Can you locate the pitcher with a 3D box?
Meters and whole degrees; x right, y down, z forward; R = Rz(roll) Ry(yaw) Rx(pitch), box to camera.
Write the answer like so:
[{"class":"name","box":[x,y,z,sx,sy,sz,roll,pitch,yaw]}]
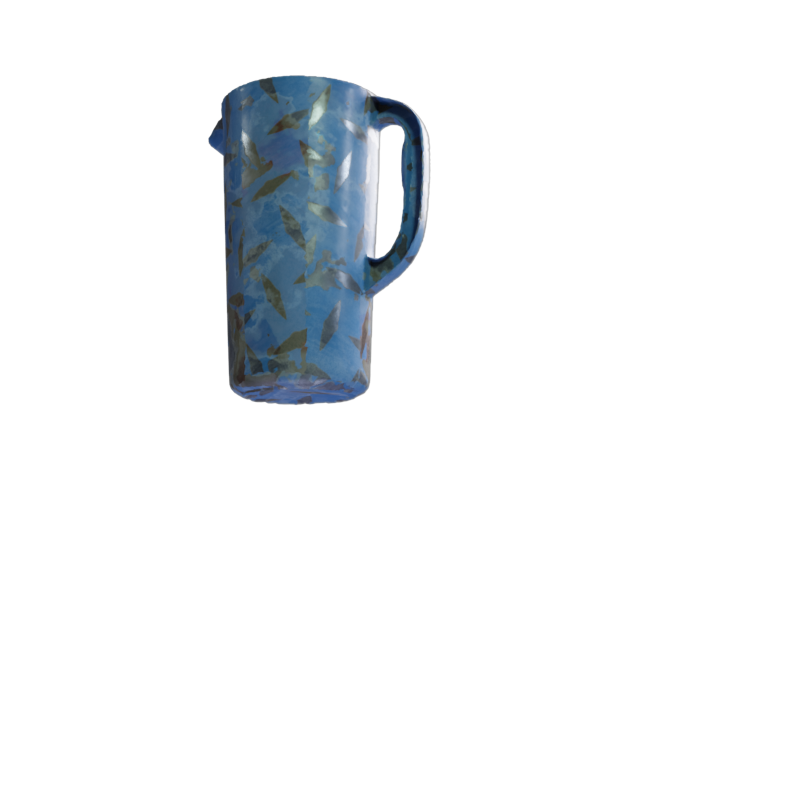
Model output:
[{"class":"pitcher","box":[-0.068,-0.124,0.870,0.140,0.252,0.149,6,-15,-25]}]
